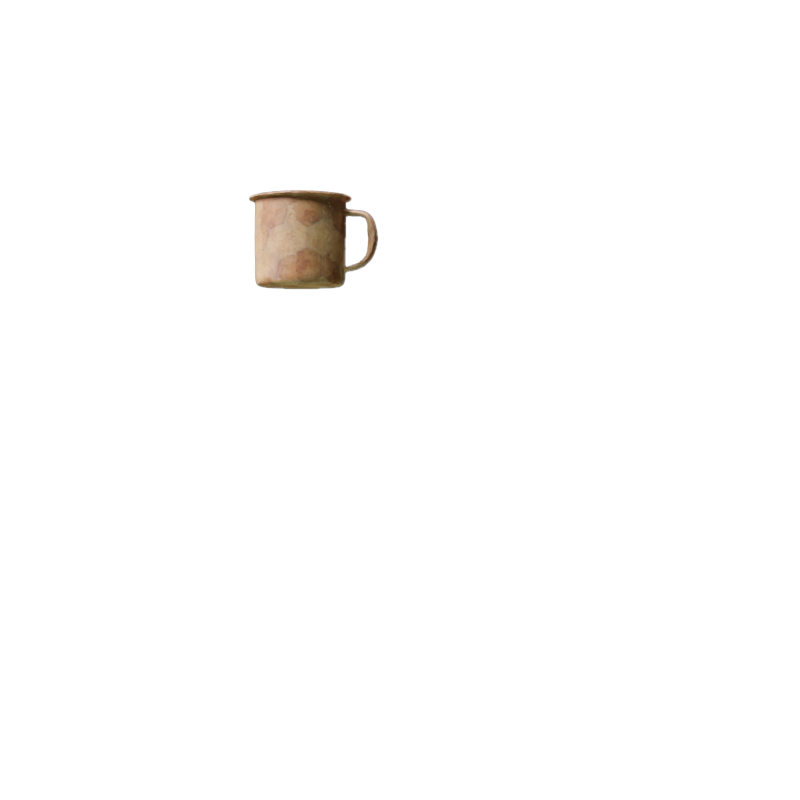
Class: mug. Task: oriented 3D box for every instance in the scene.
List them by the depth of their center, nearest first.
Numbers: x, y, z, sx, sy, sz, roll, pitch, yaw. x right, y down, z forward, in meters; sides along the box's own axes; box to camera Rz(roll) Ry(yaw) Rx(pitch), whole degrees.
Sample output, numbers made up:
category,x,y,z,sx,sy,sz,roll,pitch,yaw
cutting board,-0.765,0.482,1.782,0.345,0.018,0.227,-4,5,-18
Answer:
category,x,y,z,sx,sy,sz,roll,pitch,yaw
mug,-0.078,-0.142,0.995,0.118,0.082,0.091,0,-1,9
